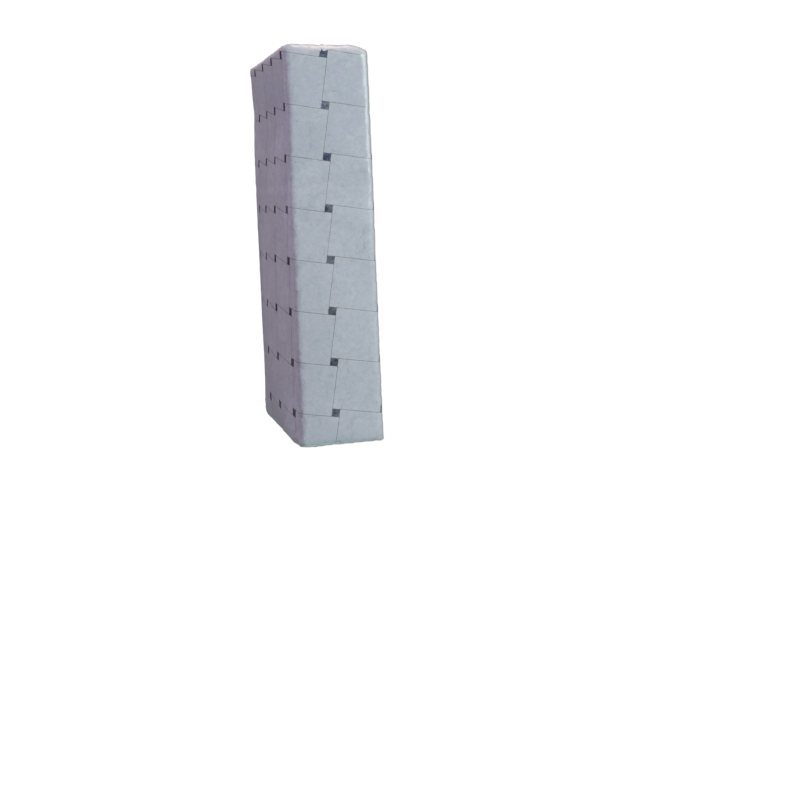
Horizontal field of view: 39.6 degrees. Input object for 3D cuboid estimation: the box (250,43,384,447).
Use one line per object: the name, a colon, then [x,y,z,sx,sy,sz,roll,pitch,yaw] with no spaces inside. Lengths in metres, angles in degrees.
box: [-0.041,-0.075,0.526,0.047,0.175,0.096,-1,4,-16]
